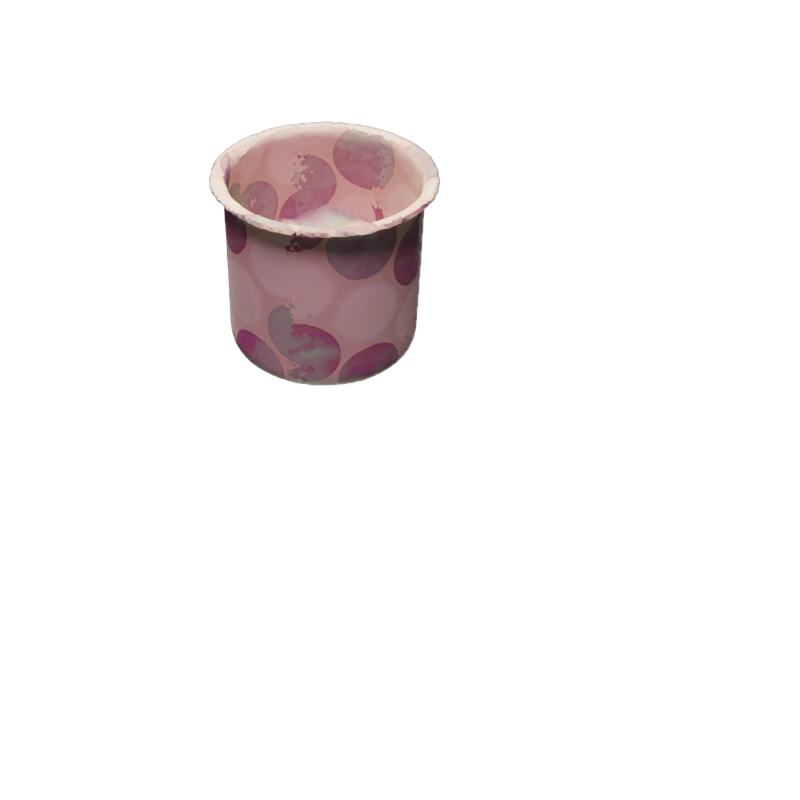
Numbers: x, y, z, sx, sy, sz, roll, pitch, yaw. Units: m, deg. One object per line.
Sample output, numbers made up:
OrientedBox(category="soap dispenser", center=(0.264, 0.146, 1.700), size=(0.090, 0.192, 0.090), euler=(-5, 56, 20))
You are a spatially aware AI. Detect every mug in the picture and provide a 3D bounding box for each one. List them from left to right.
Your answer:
OrientedBox(category="mug", center=(-0.037, -0.068, 0.477), size=(0.092, 0.076, 0.127), euler=(-14, 40, -20))
